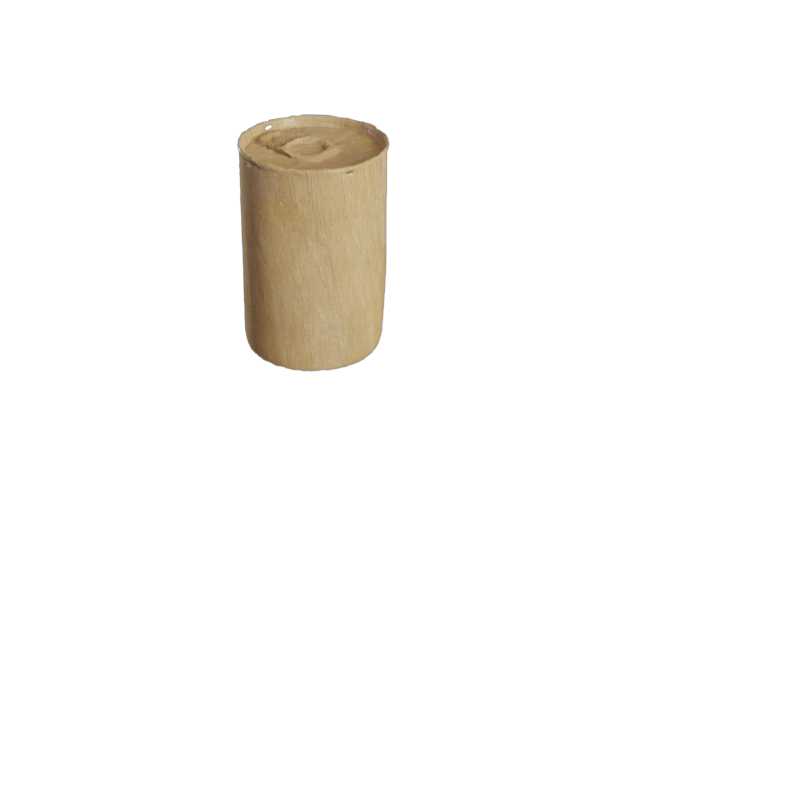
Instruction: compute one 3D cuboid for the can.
[{"bbox_3d":[-0.040,-0.074,0.516,0.068,0.096,0.073,0,30,-2],"label":"can"}]
